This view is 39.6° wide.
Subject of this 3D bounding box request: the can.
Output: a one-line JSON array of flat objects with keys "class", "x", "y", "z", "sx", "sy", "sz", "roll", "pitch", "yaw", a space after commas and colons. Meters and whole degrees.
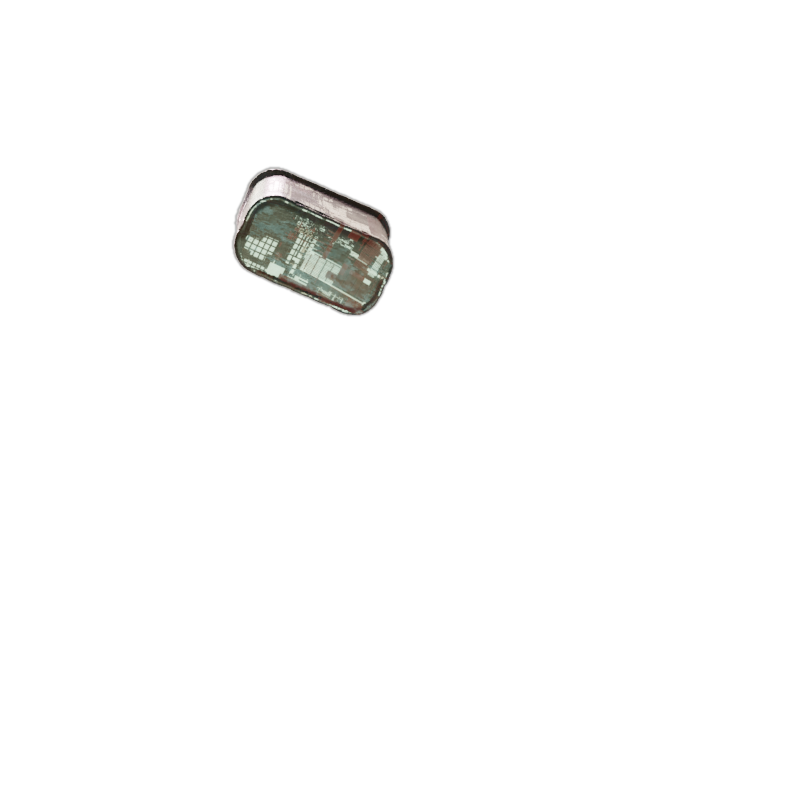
[{"class": "can", "x": -0.055, "y": -0.101, "z": 0.707, "sx": 0.100, "sy": 0.056, "sz": 0.087, "roll": 23, "pitch": 16, "yaw": -8}]
